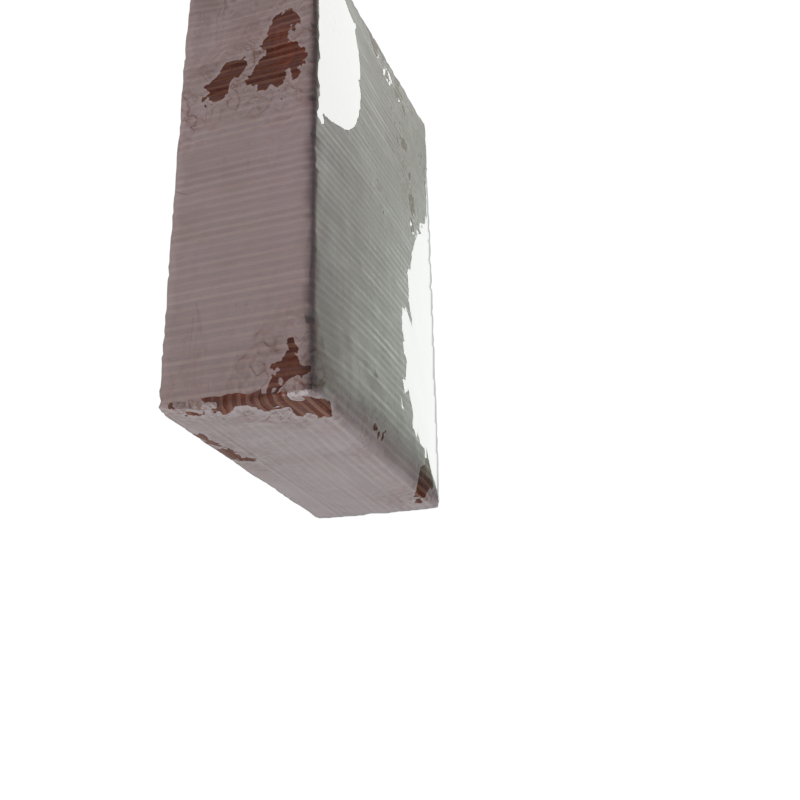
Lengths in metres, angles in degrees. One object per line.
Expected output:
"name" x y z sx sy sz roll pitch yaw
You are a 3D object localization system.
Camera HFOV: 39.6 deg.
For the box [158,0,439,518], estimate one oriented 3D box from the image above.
"box" -0.039 -0.072 0.504 0.073 0.226 0.153 -10 -26 17
